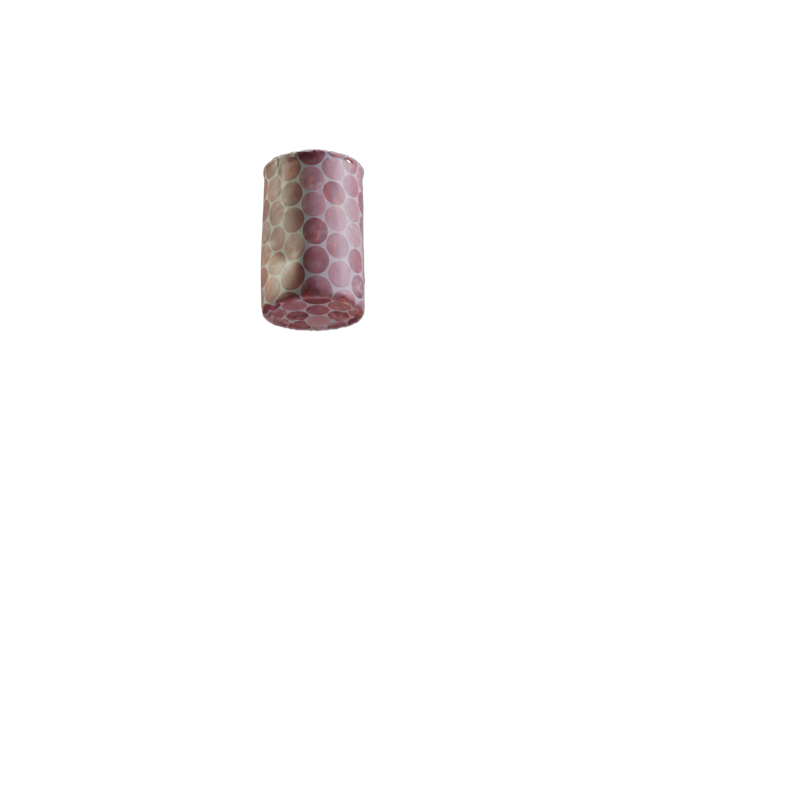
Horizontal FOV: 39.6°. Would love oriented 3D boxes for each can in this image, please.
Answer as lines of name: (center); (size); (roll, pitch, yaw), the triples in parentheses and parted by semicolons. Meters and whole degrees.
can: (-0.057, -0.104, 0.726); (0.068, 0.107, 0.065); (0, -20, -2)
